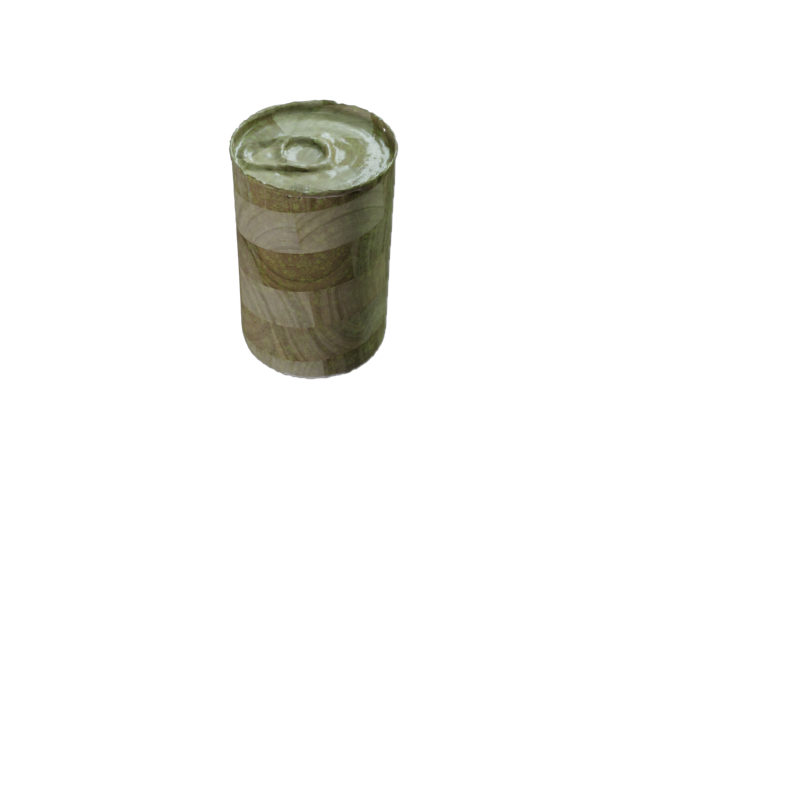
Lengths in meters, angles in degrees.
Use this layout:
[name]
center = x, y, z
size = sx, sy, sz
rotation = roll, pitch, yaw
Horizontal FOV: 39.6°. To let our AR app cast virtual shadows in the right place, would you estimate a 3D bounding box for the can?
[can]
center = -0.037, -0.068, 0.476
size = 0.068, 0.095, 0.073
rotation = 0, 42, -3
